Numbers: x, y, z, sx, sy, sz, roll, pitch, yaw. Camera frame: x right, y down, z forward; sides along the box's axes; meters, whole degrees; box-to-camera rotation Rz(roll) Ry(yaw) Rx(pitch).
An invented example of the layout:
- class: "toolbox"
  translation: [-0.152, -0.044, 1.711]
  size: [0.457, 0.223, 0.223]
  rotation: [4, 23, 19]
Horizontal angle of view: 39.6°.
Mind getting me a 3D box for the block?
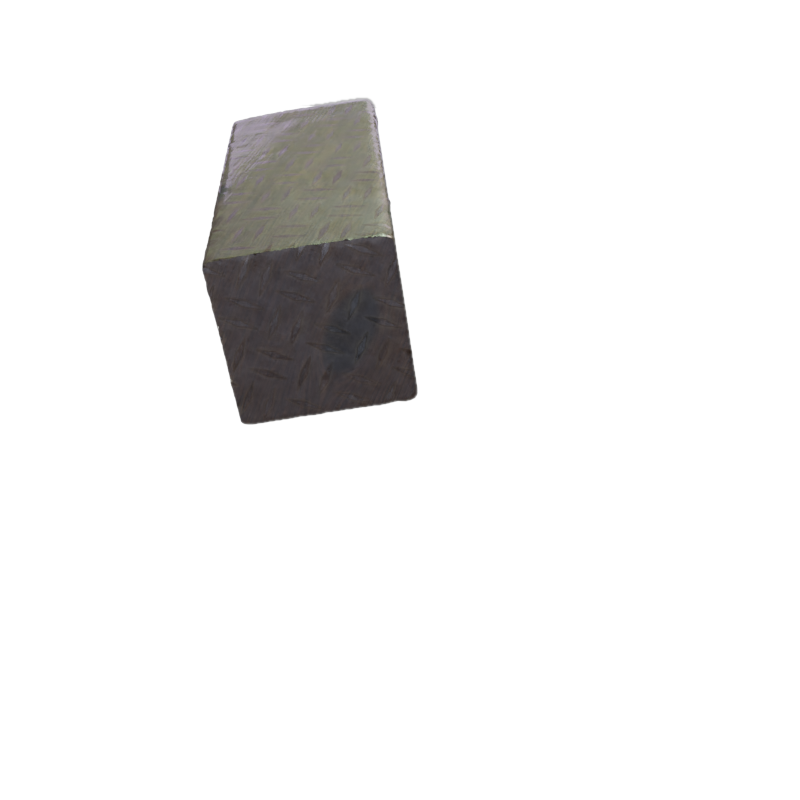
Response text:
- class: "block"
  translation: [-0.047, -0.087, 0.609]
  size: [0.090, 0.085, 0.219]
  rotation: [-9, 30, 1]
